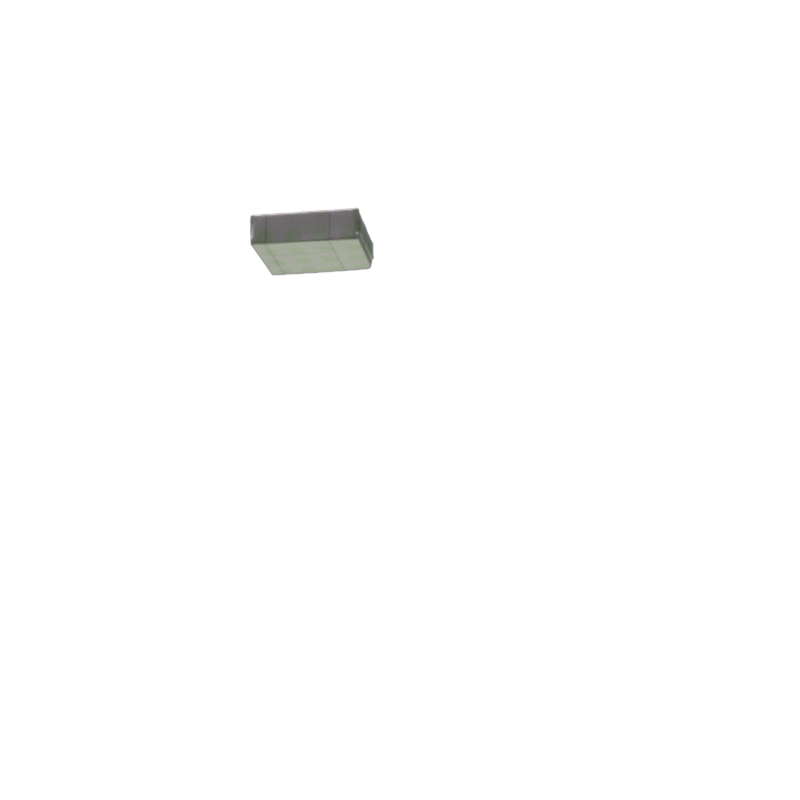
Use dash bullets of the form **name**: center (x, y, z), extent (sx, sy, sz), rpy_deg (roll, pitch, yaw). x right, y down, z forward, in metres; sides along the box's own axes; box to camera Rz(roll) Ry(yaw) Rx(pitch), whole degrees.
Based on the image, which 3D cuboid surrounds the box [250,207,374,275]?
- **box**: center (-0.070, -0.129, 0.901), extent (0.090, 0.031, 0.069), rpy_deg (-3, -15, 10)
